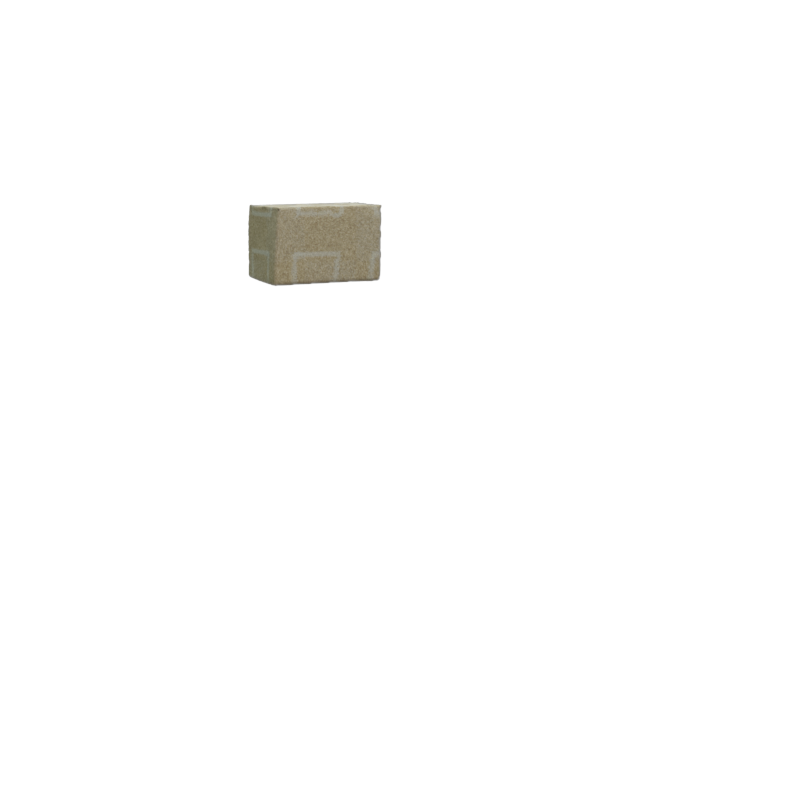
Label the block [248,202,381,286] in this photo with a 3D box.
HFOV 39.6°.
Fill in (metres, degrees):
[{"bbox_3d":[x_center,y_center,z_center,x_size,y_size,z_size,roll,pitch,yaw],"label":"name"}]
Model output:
[{"bbox_3d":[-0.059,-0.107,0.748,0.076,0.050,0.055,-5,11,-26],"label":"block"}]
